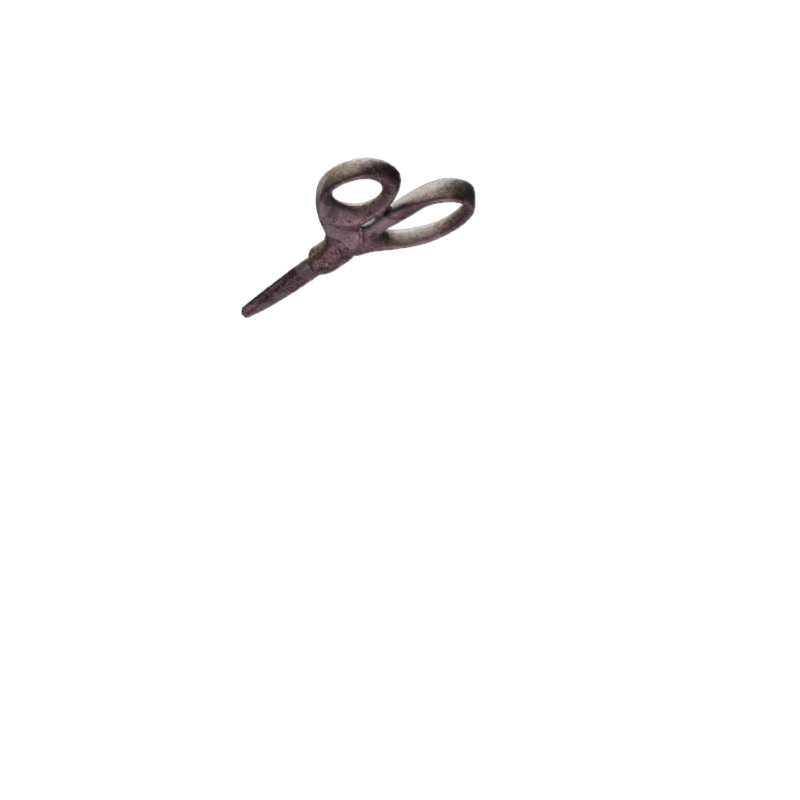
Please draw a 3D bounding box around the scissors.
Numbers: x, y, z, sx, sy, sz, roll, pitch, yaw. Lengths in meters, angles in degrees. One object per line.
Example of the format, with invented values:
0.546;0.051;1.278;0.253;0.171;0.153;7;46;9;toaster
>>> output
-0.051;-0.093;0.650;0.204;0.017;0.090;-17;-29;34;scissors
